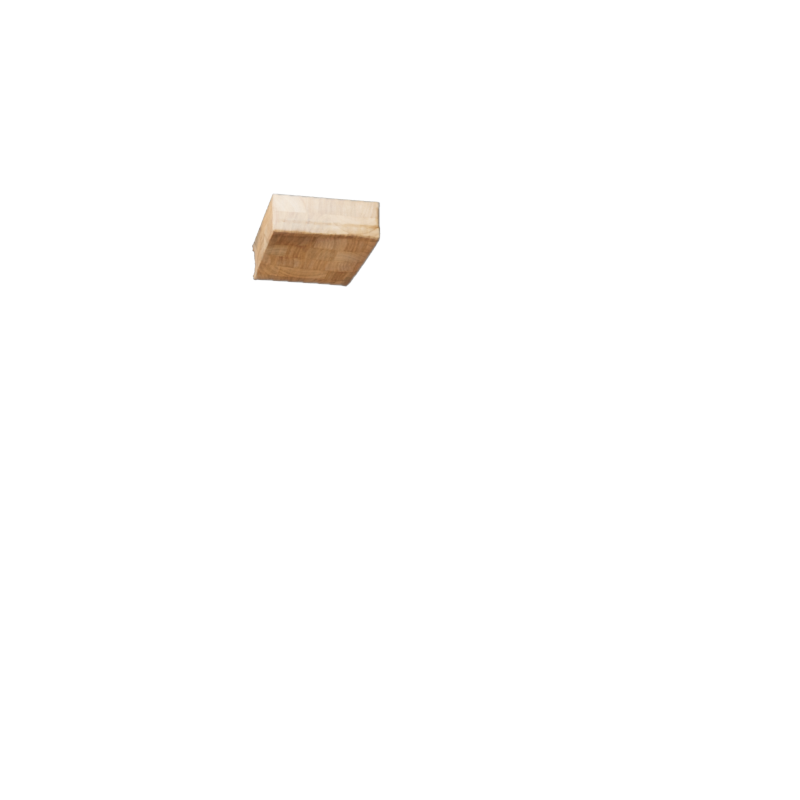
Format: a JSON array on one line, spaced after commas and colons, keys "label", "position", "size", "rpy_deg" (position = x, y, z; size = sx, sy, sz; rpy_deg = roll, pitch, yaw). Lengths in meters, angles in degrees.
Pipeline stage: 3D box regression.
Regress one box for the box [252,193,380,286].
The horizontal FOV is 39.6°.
[{"label": "box", "position": [-0.073, -0.134, 0.935], "size": [0.088, 0.041, 0.110], "rpy_deg": [5, -19, -14]}]
